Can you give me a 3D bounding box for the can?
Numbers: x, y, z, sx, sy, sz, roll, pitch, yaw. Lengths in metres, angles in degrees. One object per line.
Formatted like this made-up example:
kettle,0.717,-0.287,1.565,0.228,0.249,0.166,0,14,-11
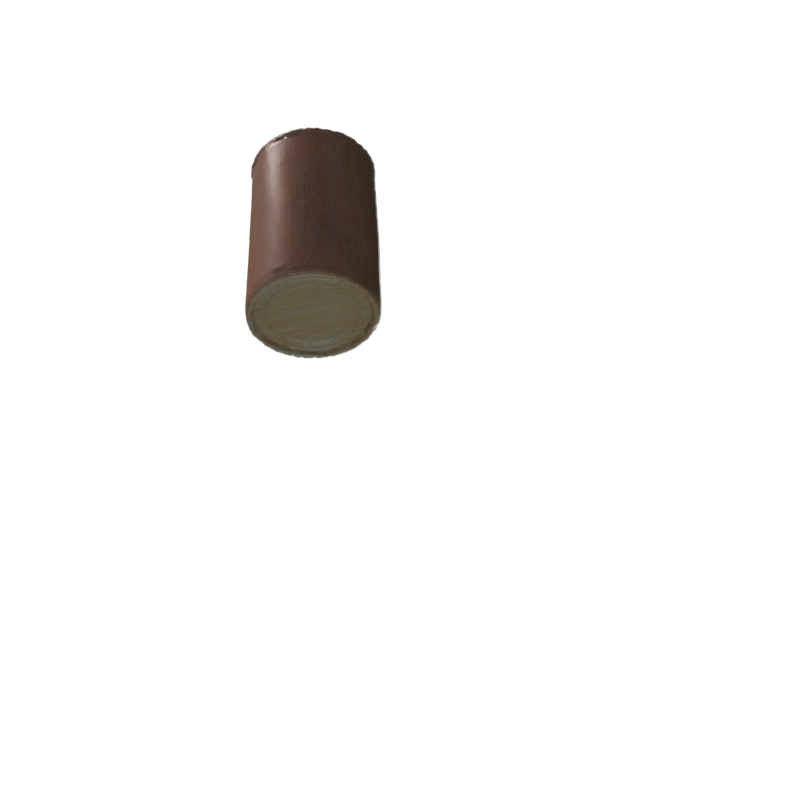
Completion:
can,-0.045,-0.081,0.571,0.068,0.110,0.064,-1,-39,-3
